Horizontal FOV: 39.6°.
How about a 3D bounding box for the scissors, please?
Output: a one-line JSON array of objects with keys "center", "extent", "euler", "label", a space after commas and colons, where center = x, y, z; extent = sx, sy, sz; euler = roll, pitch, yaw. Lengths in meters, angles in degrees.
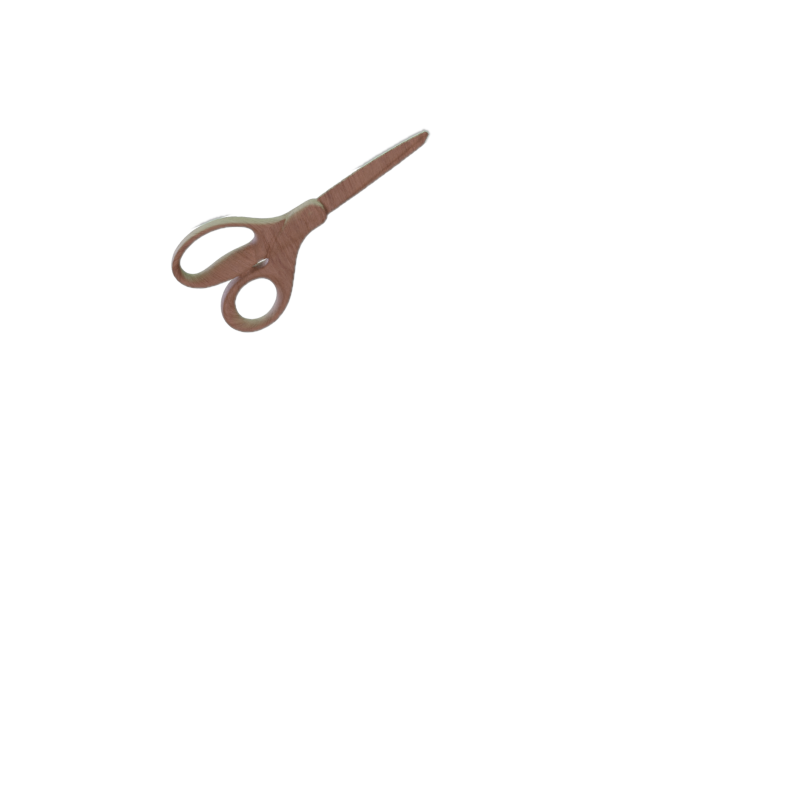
[{"center": [-0.061, -0.111, 0.776], "extent": [0.202, 0.091, 0.017], "euler": [-19, 21, 7], "label": "scissors"}]
